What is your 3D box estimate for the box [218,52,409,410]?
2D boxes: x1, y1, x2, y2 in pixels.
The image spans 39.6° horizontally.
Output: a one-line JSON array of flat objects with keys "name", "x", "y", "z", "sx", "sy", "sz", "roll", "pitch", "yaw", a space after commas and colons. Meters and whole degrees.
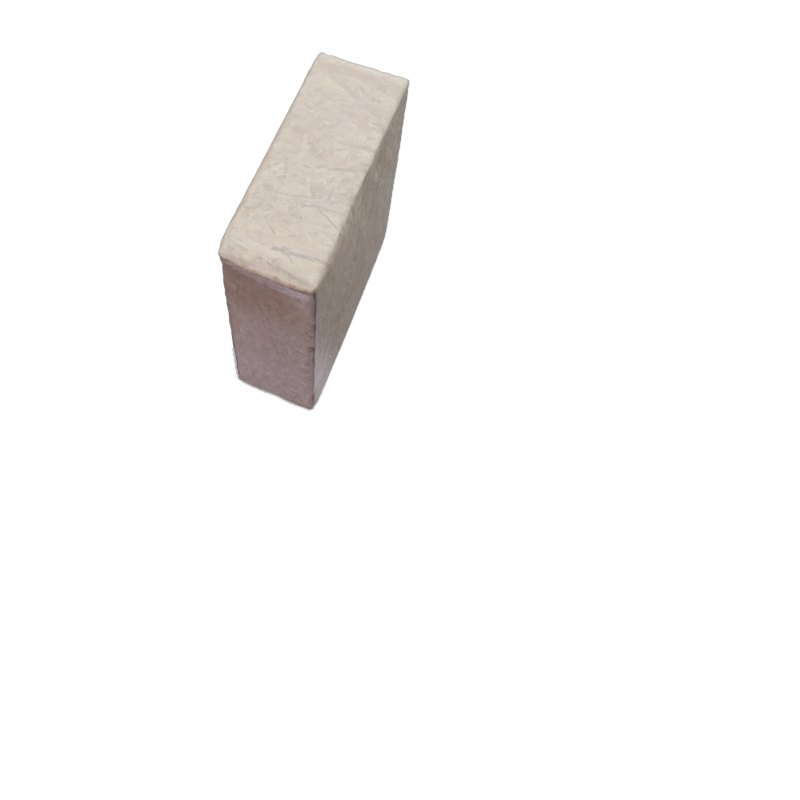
[{"name": "box", "x": -0.060, "y": -0.110, "z": 0.767, "sx": 0.073, "sy": 0.170, "sz": 0.203, "roll": 20, "pitch": -22, "yaw": 4}]
